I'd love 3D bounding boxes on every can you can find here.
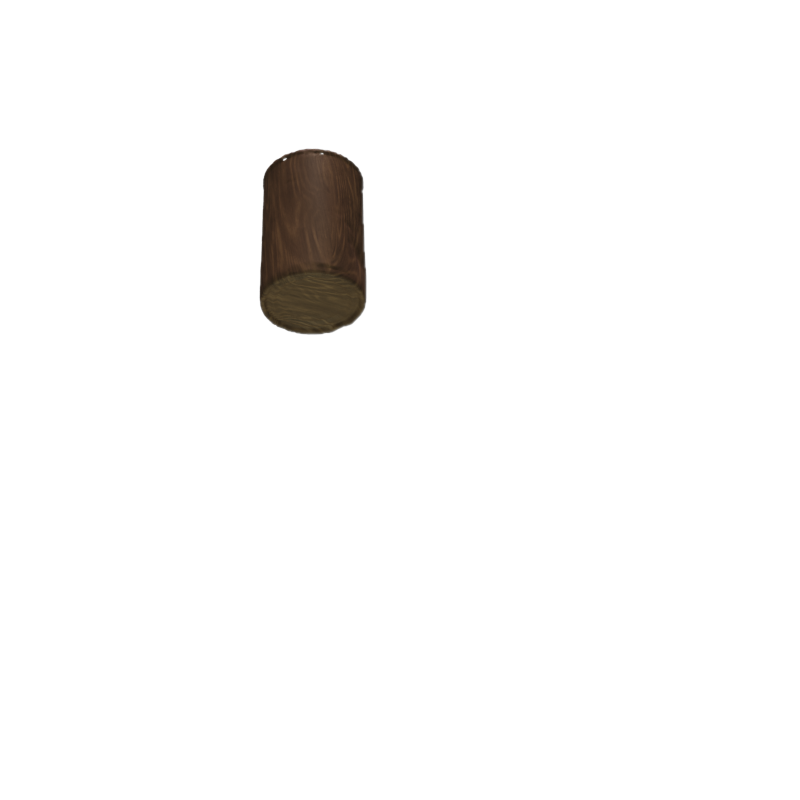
[{"bbox_3d":[-0.056,-0.102,0.714,0.068,0.109,0.064,-1,-36,-2],"label":"can"}]
